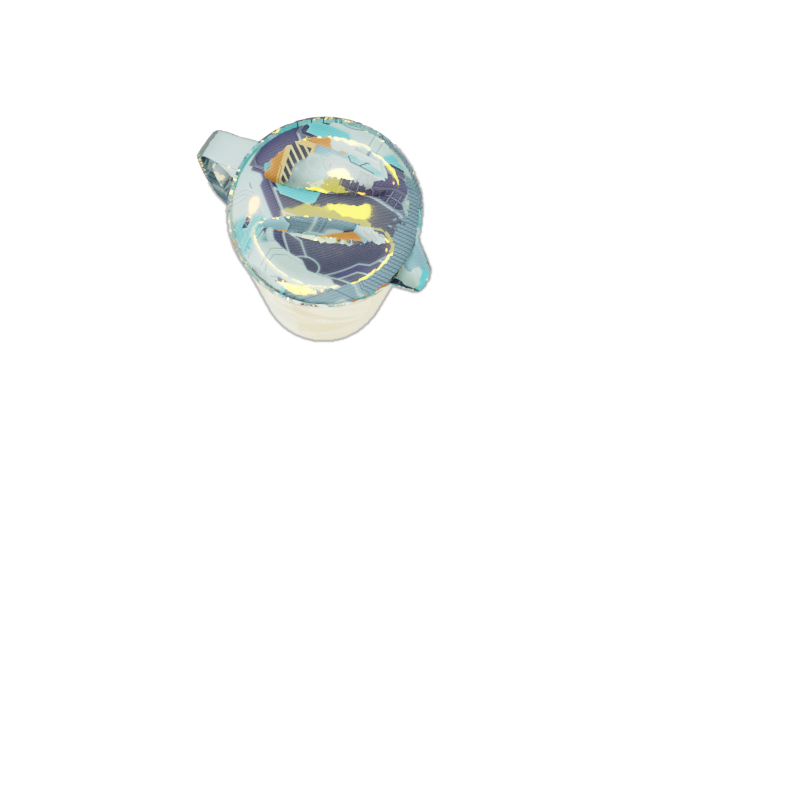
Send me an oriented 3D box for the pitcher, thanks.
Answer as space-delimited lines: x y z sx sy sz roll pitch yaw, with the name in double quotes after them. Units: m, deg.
-0.067 -0.122 0.857 0.144 0.154 0.237 -12 -8 -5 "pitcher"
